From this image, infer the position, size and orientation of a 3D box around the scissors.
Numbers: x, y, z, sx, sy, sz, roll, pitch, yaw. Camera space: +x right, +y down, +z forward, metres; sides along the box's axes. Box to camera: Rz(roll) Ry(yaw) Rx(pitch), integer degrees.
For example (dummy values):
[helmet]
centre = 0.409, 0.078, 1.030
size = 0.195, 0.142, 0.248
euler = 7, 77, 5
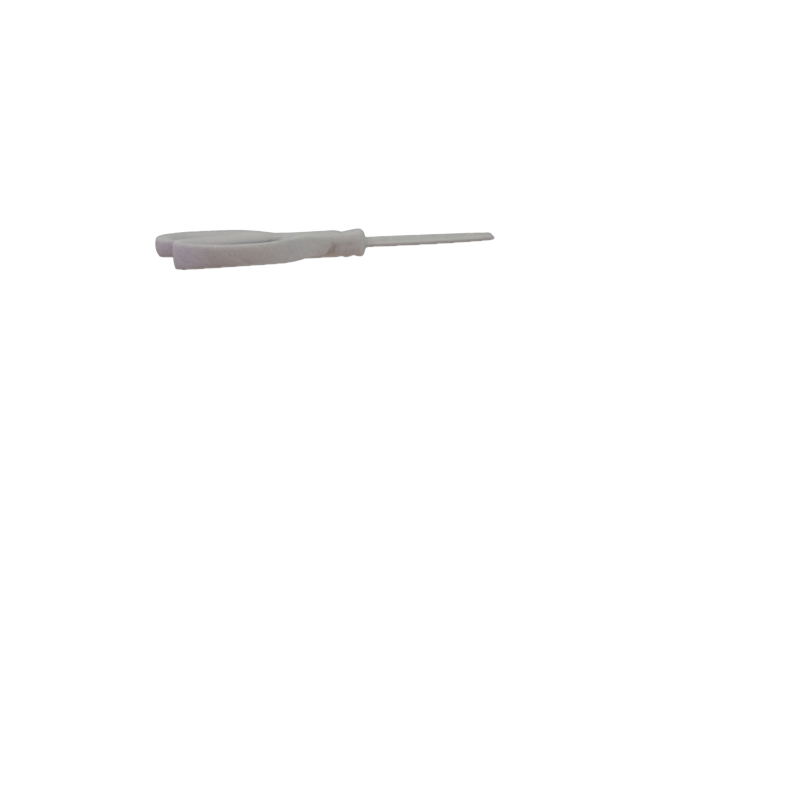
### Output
[scissors]
centre = -0.049, -0.089, 0.620
size = 0.196, 0.015, 0.101
euler = -12, 17, -42
